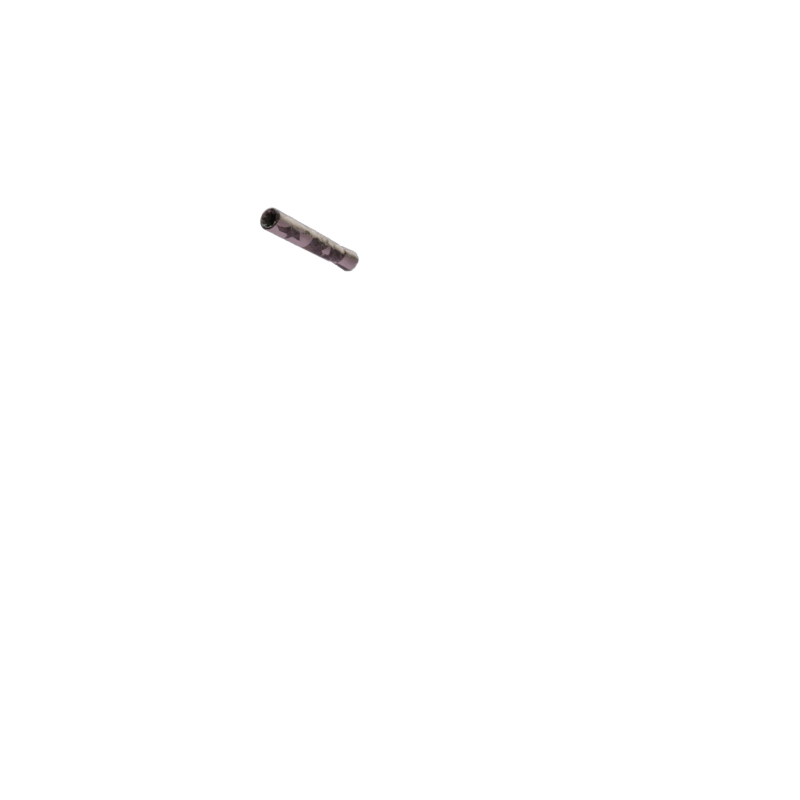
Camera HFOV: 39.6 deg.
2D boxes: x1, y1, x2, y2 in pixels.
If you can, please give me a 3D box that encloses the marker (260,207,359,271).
[{"bbox_3d":[-0.071,-0.129,0.907,0.020,0.020,0.113,3,-10,34],"label":"marker"}]
